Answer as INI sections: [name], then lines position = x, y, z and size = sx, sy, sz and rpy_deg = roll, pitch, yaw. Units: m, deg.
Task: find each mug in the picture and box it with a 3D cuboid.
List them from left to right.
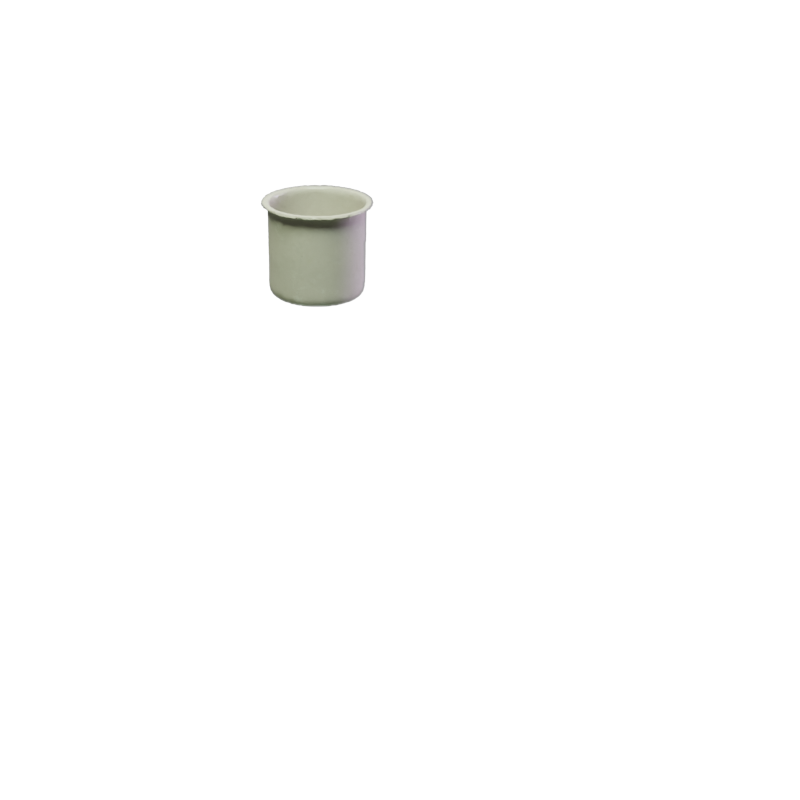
[mug]
position = -0.074, -0.135, 0.943
size = 0.092, 0.078, 0.125
rpy_deg = -7, 25, -17
